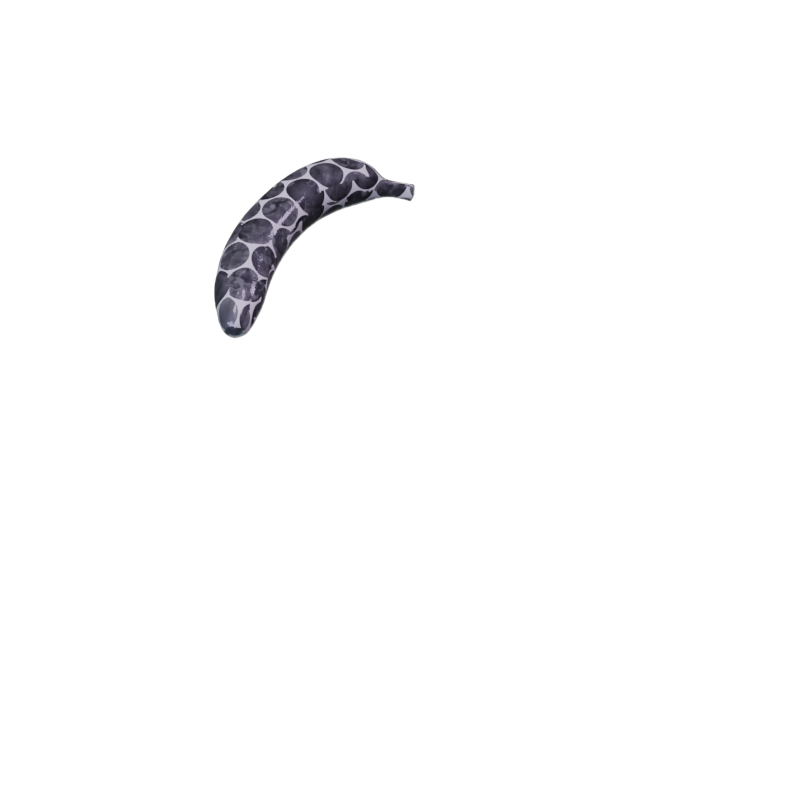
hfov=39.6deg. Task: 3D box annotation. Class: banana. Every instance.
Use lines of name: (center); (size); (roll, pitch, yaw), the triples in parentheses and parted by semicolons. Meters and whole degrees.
banana: (-0.070, -0.116, 0.744); (0.073, 0.034, 0.201); (26, 50, 24)
